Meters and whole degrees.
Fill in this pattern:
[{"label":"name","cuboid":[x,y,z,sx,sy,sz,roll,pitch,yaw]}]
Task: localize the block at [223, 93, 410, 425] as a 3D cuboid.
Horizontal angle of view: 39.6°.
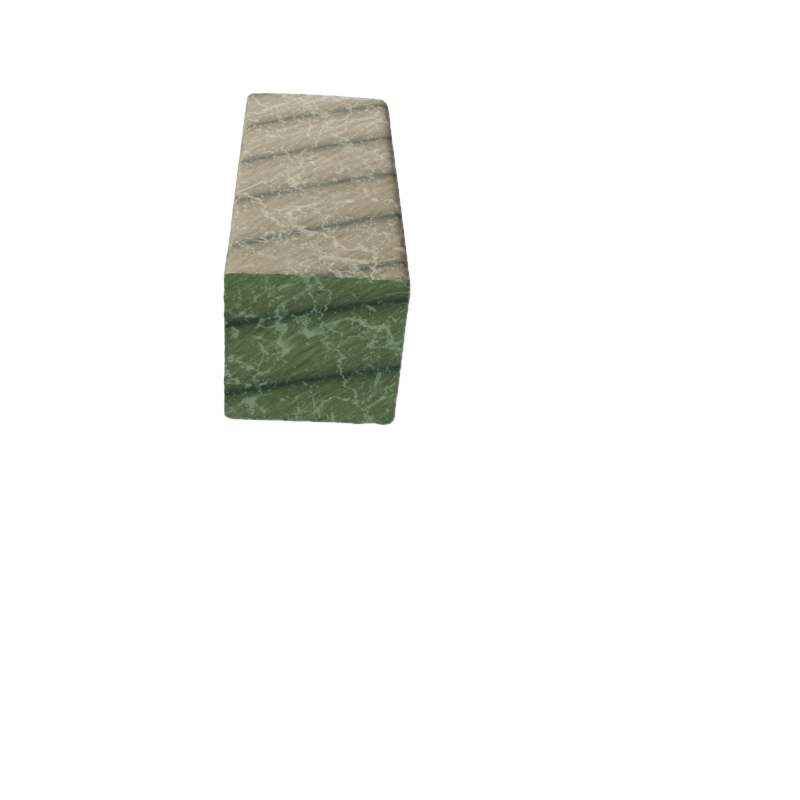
[{"label":"block","cuboid":[-0.049,-0.090,0.628,0.090,0.085,0.220,2,36,-5]}]
